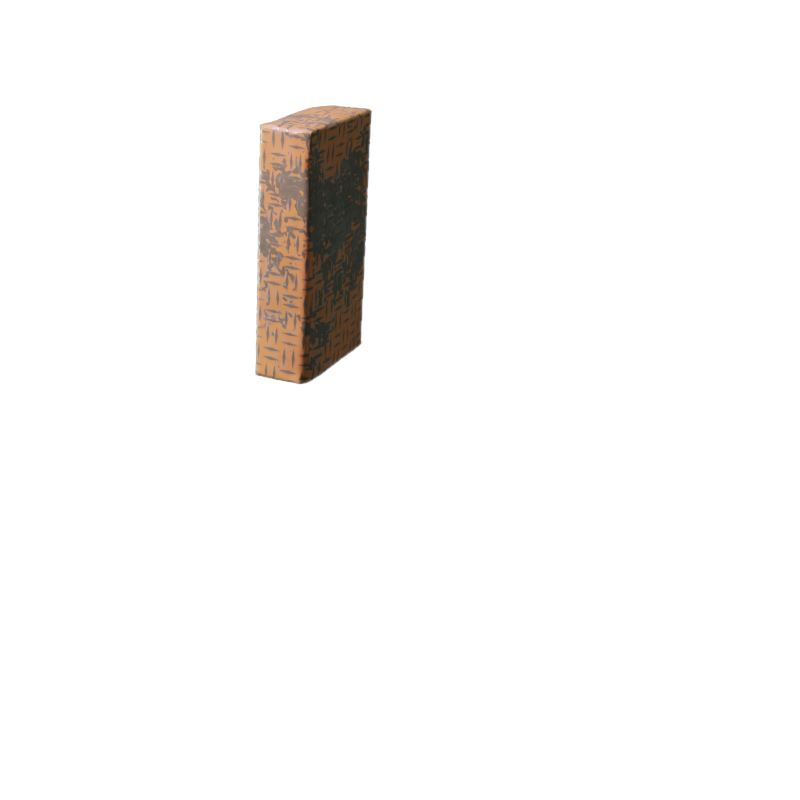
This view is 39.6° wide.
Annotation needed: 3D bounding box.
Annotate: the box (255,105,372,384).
[{"bbox_3d":[-0.060,-0.109,0.760,0.050,0.169,0.094,9,19,23],"label":"box"}]
